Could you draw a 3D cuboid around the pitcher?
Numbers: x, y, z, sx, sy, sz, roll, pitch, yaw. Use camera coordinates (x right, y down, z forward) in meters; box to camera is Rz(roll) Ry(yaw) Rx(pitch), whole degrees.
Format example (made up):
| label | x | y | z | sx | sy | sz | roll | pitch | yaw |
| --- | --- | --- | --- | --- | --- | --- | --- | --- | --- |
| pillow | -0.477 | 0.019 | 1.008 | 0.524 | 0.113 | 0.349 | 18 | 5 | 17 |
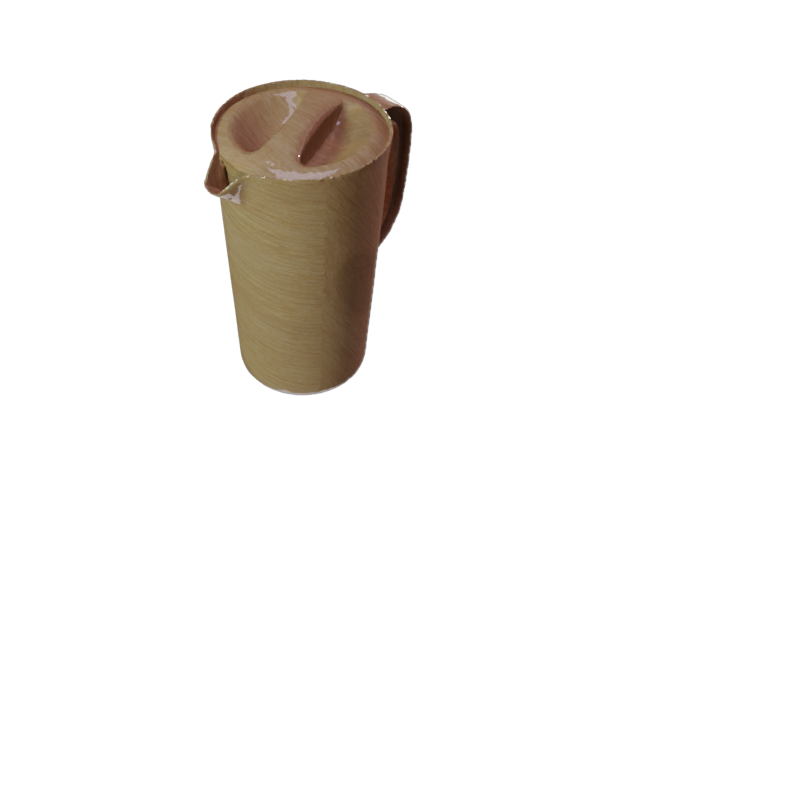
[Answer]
| label | x | y | z | sx | sy | sz | roll | pitch | yaw |
| --- | --- | --- | --- | --- | --- | --- | --- | --- | --- |
| pitcher | -0.069 | -0.126 | 0.884 | 0.149 | 0.226 | 0.155 | 3 | 44 | 0 |
